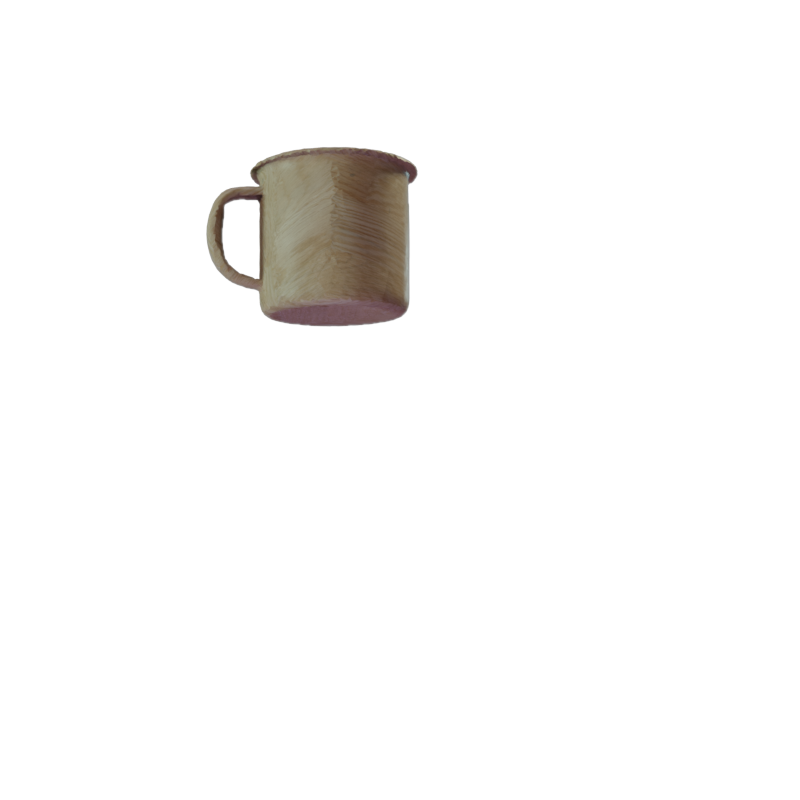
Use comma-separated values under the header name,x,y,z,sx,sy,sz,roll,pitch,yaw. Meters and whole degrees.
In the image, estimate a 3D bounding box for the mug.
name,x,y,z,sx,sy,sz,roll,pitch,yaw
mug,-0.047,-0.086,0.604,0.114,0.084,0.093,2,-9,-19
